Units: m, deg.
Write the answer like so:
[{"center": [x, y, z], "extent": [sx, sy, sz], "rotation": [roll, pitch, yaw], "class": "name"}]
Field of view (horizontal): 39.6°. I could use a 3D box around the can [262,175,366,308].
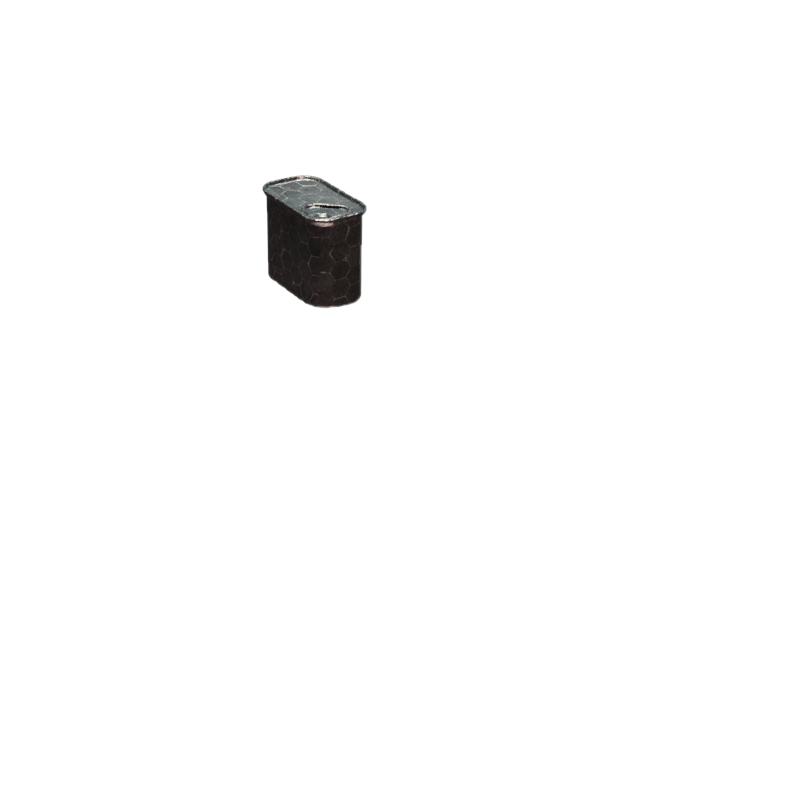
[{"center": [-0.074, -0.135, 0.946], "extent": [0.056, 0.079, 0.109], "rotation": [-15, 32, -30], "class": "can"}]
